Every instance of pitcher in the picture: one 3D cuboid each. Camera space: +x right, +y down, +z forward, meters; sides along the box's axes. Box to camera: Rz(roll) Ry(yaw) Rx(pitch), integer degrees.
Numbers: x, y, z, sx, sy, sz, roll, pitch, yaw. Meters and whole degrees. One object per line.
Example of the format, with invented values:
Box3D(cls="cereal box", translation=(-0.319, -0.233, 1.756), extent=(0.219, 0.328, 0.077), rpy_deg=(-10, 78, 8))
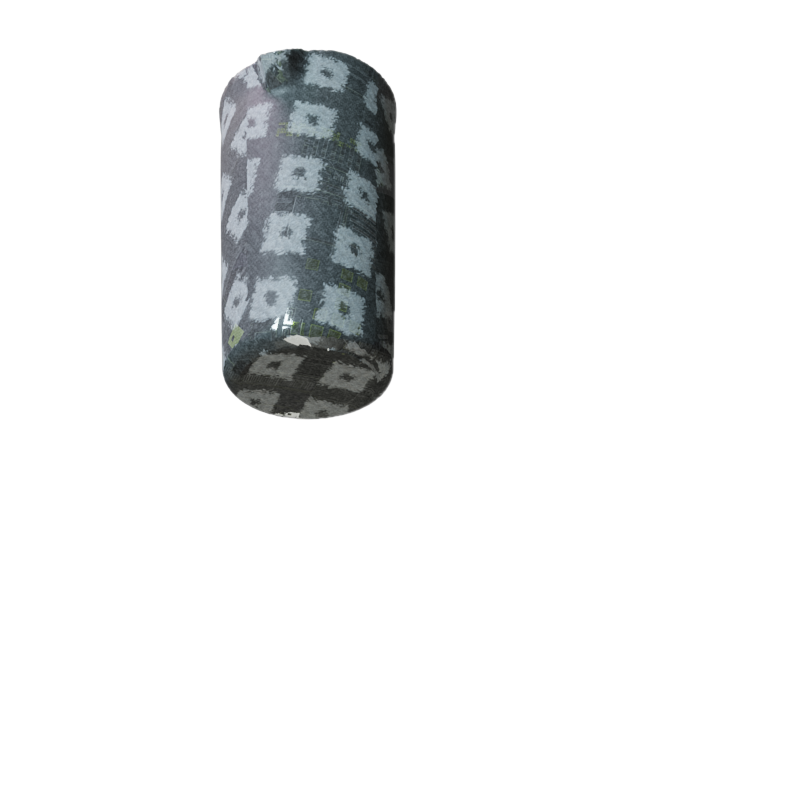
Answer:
Box3D(cls="pitcher", translation=(-0.060, -0.110, 0.771), extent=(0.142, 0.260, 0.142), rpy_deg=(18, -39, -27))
